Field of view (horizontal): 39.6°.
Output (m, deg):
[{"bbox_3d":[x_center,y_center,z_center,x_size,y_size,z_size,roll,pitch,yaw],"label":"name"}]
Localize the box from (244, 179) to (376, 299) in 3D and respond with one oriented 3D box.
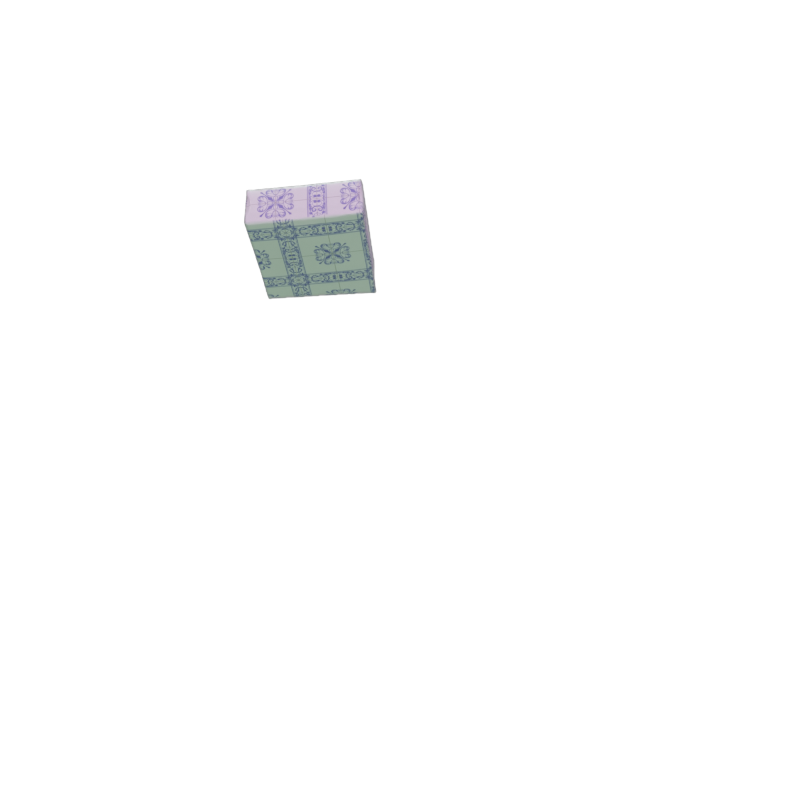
[{"bbox_3d":[-0.056,-0.101,0.709,0.074,0.032,0.083,-4,-31,5],"label":"box"}]
